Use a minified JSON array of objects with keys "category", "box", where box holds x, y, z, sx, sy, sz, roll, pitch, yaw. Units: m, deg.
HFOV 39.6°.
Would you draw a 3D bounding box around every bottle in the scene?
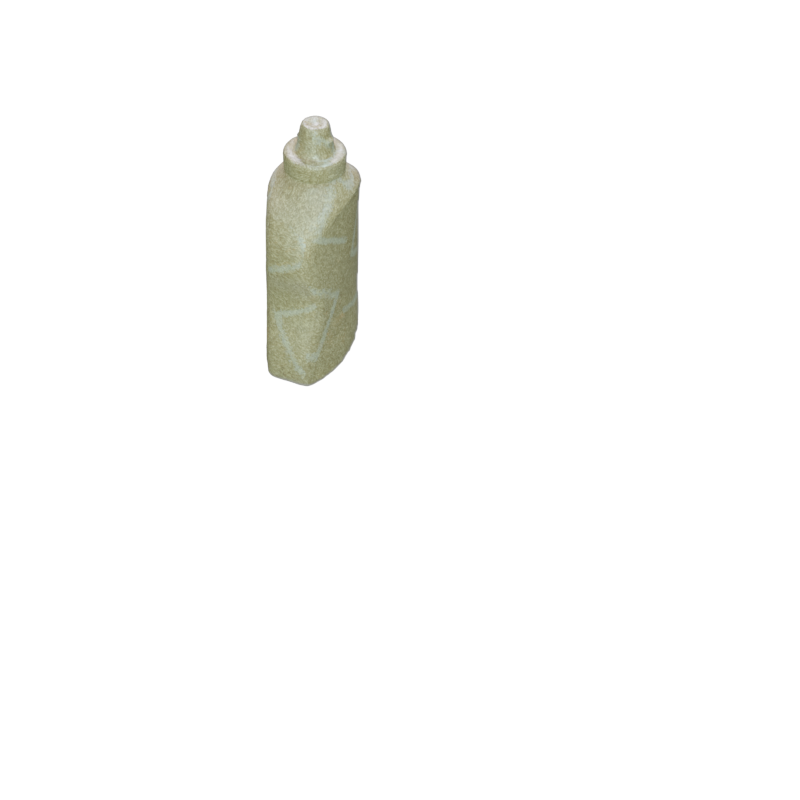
[{"category":"bottle","box":[-0.058,-0.107,0.752,0.060,0.179,0.100,17,44,14]}]
